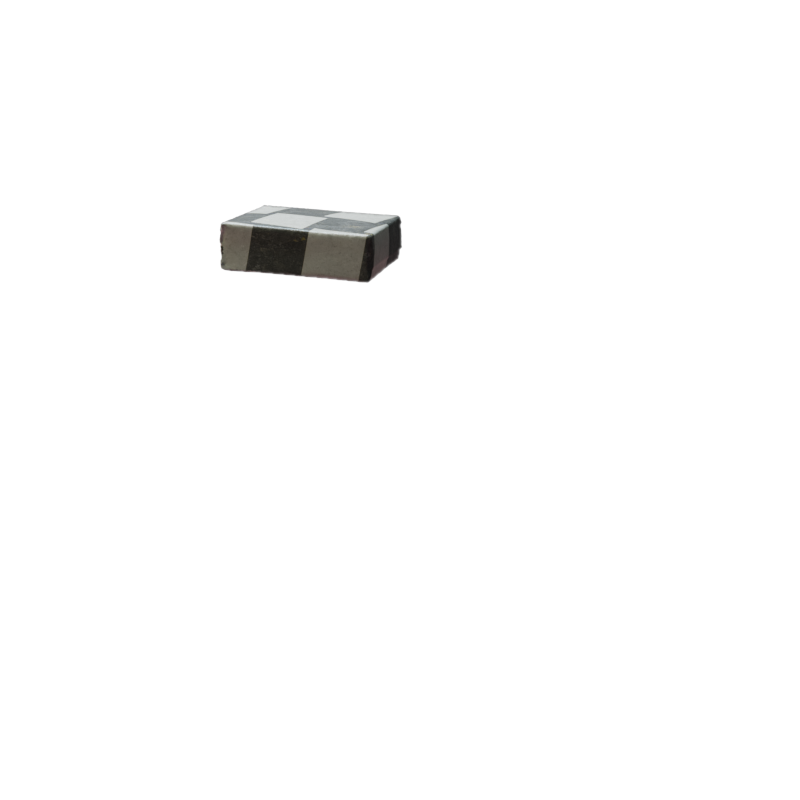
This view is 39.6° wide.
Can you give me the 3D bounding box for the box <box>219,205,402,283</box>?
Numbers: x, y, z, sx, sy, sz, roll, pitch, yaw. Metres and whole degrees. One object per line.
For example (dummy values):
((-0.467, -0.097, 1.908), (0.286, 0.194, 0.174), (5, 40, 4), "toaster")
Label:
((-0.063, -0.115, 0.806), (0.116, 0.038, 0.091), (5, 17, 15), "box")
